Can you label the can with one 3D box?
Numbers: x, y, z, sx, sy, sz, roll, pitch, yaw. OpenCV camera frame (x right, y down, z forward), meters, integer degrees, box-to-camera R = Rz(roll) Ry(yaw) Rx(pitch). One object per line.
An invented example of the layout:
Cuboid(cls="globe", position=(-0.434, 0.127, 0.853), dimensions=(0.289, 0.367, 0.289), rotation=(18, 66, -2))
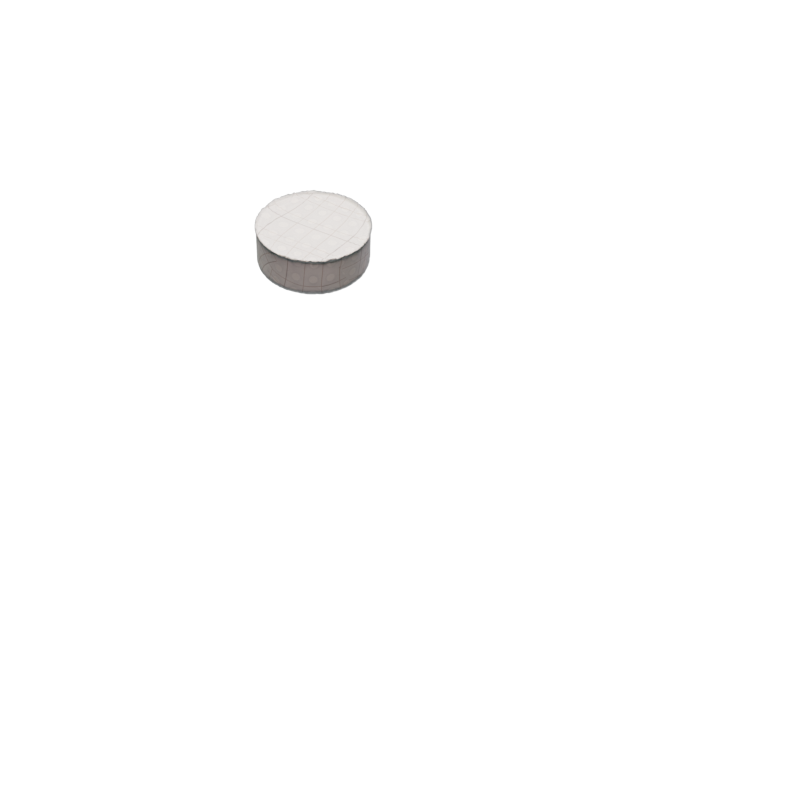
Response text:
Cuboid(cls="can", position=(-0.064, -0.117, 0.818), dimensions=(0.086, 0.031, 0.092), rotation=(-1, 42, -2))
